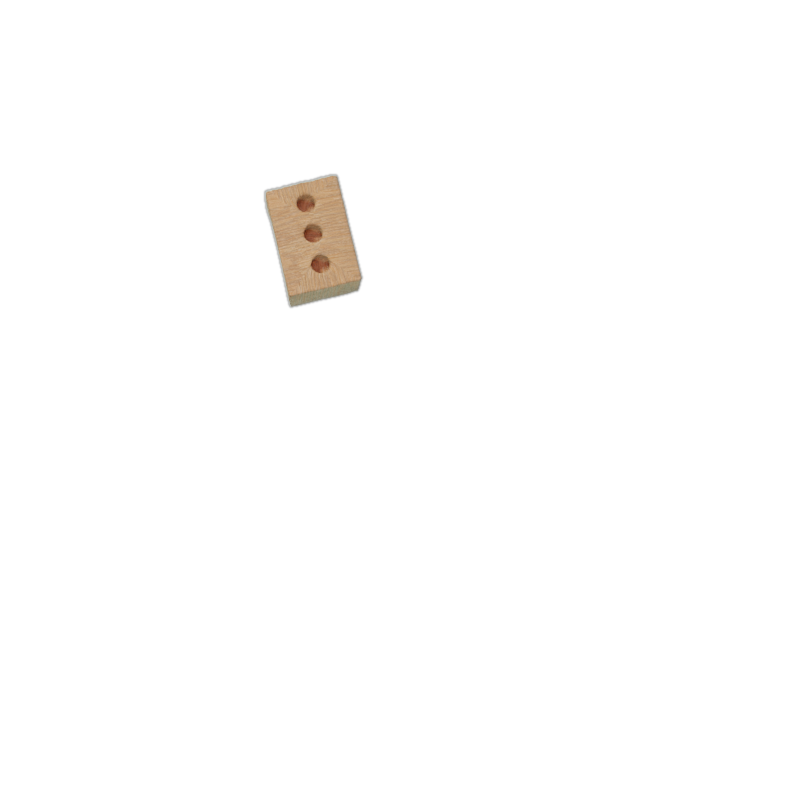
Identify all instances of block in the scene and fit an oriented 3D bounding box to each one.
[{"bbox_3d":[-0.061,-0.111,0.777,0.052,0.080,0.050,-14,-10,-4],"label":"block"}]
